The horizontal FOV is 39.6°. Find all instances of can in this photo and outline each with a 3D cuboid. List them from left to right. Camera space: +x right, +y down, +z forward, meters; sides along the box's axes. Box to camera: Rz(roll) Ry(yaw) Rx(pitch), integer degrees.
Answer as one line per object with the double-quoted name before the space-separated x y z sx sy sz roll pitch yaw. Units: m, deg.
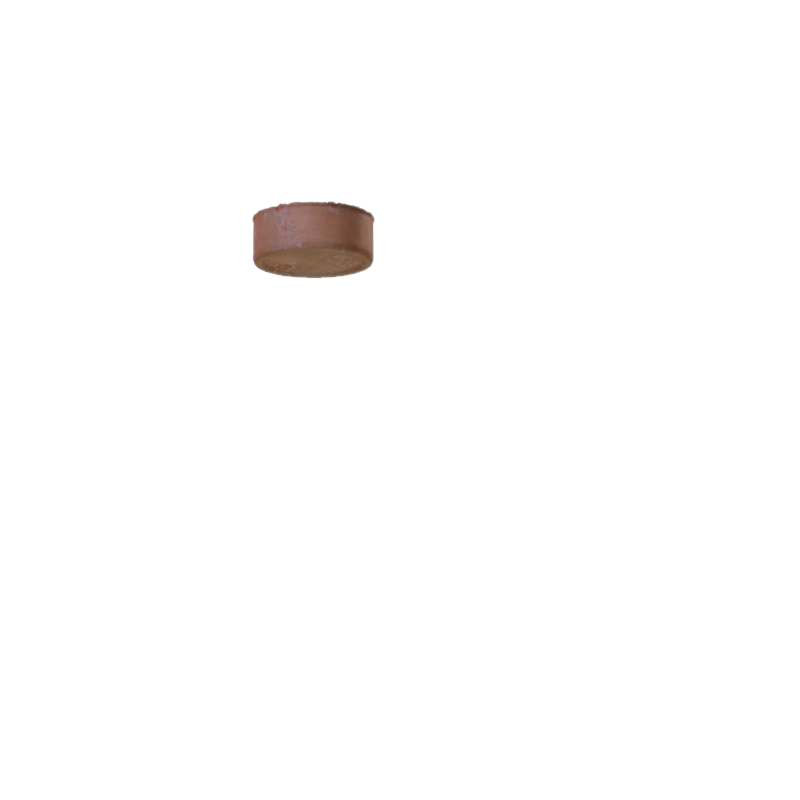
"can" -0.061 -0.111 0.776 0.086 0.035 0.084 0 -9 -2
